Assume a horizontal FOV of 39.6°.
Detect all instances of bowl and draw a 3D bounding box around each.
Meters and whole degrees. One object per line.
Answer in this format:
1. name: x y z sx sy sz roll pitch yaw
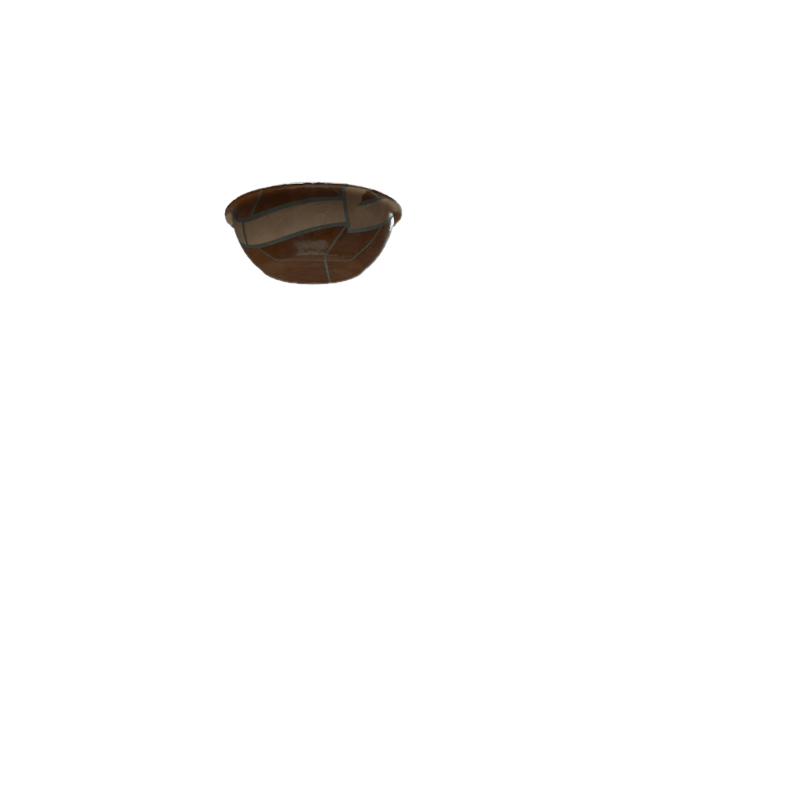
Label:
1. bowl: -0.078 -0.142 0.998 0.162 0.057 0.157 0 -12 -2
